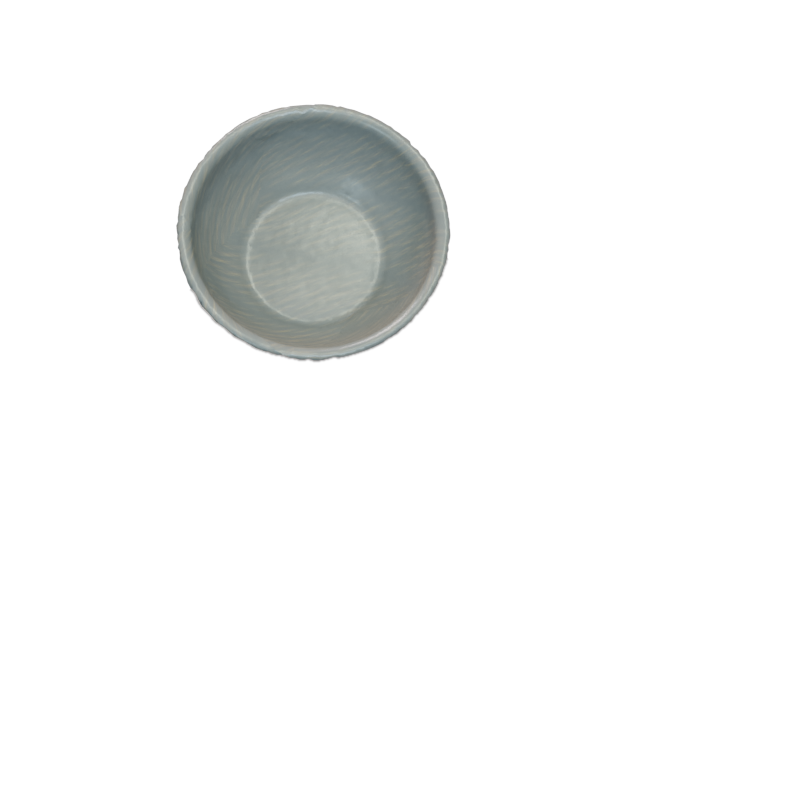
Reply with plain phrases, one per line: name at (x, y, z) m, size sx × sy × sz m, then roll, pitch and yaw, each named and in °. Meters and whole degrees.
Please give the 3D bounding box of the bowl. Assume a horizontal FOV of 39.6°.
bowl at (-0.053, -0.097, 0.677) m, size 0.162 × 0.170 × 0.053 m, roll -1°, pitch -19°, yaw -1°
